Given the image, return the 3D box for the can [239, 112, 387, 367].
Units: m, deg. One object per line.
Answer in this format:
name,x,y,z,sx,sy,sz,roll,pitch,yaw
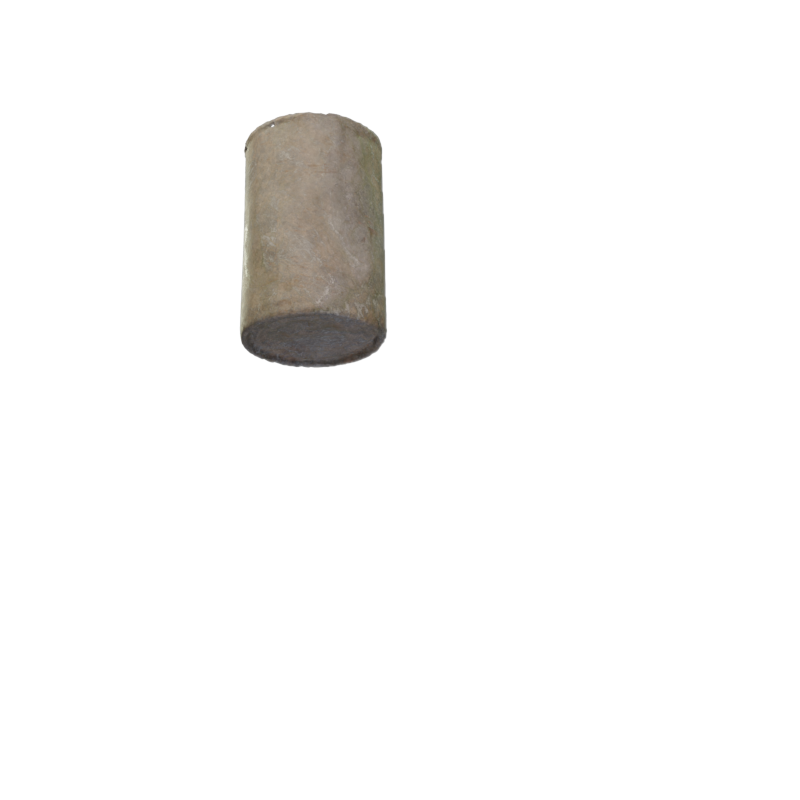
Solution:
can,-0.041,-0.075,0.522,0.068,0.108,0.065,0,-24,-2
